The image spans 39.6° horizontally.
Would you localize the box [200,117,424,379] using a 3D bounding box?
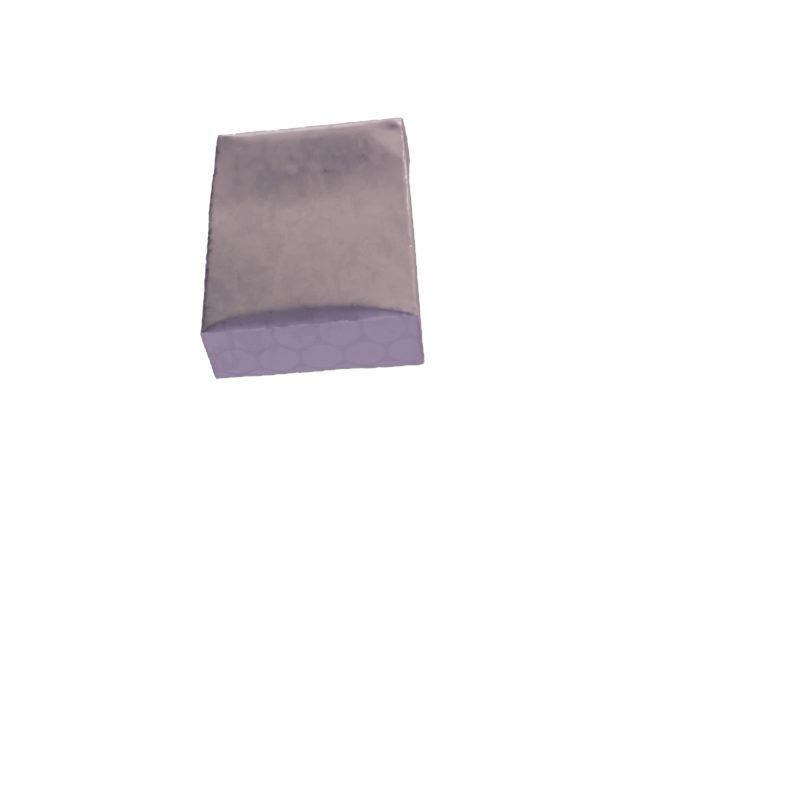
[{"bbox_3d":[-0.070,-0.127,0.892,0.165,0.229,0.067,-5,-37,4],"label":"box"}]
